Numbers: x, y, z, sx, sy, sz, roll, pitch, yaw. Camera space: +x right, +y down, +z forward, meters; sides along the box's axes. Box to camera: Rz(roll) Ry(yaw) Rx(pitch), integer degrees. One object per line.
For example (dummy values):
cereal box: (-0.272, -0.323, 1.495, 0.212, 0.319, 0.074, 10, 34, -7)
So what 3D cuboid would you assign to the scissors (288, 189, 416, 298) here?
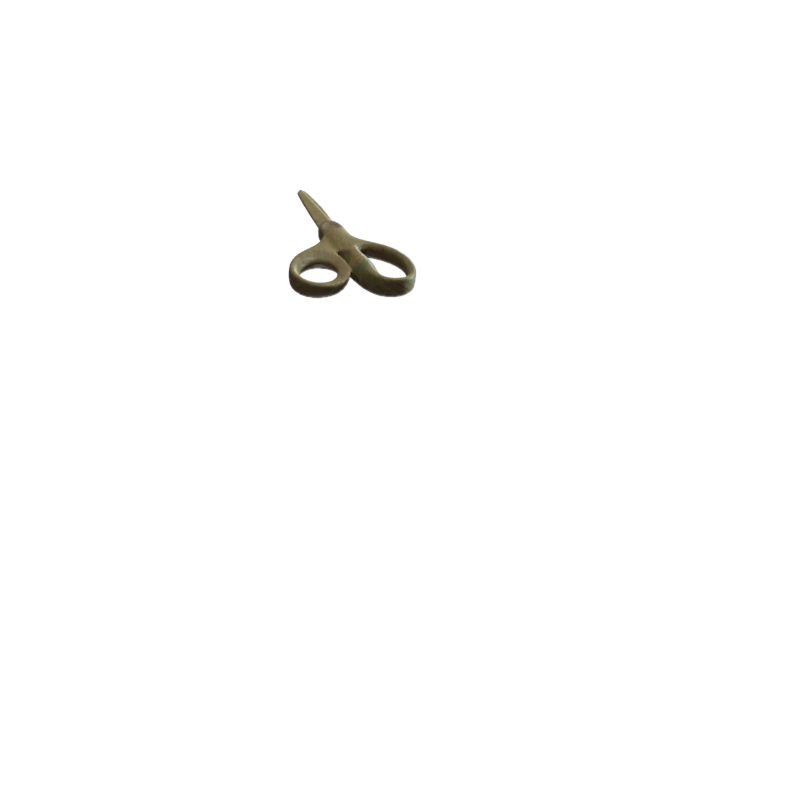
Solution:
scissors: (-0.065, -0.118, 0.824, 0.094, 0.015, 0.217, -16, 33, -27)
